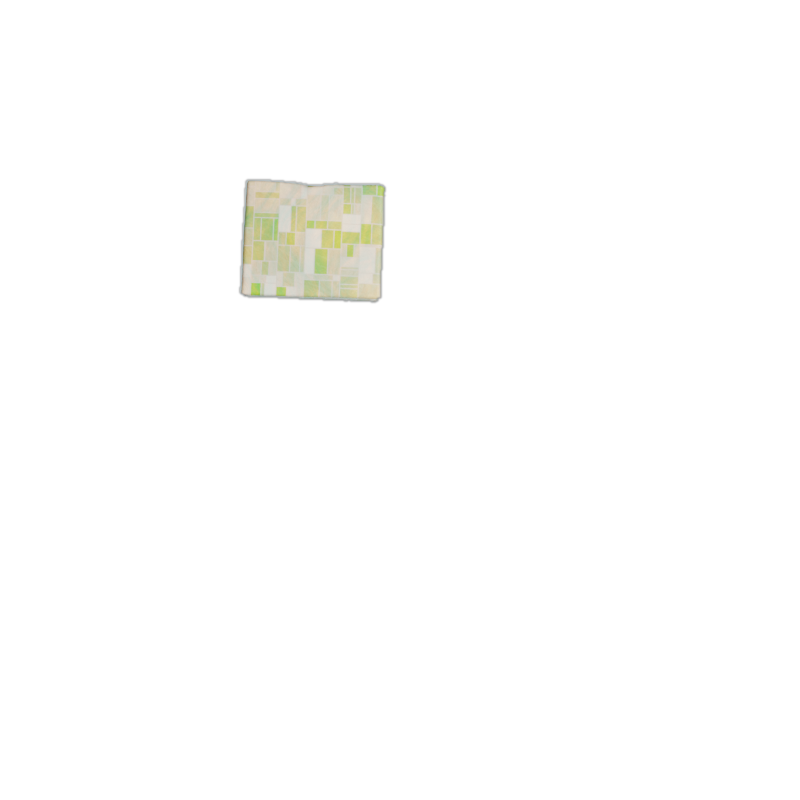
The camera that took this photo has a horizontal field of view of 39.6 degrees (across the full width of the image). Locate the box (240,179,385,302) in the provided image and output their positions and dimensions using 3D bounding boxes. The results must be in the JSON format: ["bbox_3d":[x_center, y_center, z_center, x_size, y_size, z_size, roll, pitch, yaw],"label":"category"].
[{"bbox_3d":[-0.055,-0.101,0.705,0.089,0.074,0.030,2,-6,0],"label":"box"}]
